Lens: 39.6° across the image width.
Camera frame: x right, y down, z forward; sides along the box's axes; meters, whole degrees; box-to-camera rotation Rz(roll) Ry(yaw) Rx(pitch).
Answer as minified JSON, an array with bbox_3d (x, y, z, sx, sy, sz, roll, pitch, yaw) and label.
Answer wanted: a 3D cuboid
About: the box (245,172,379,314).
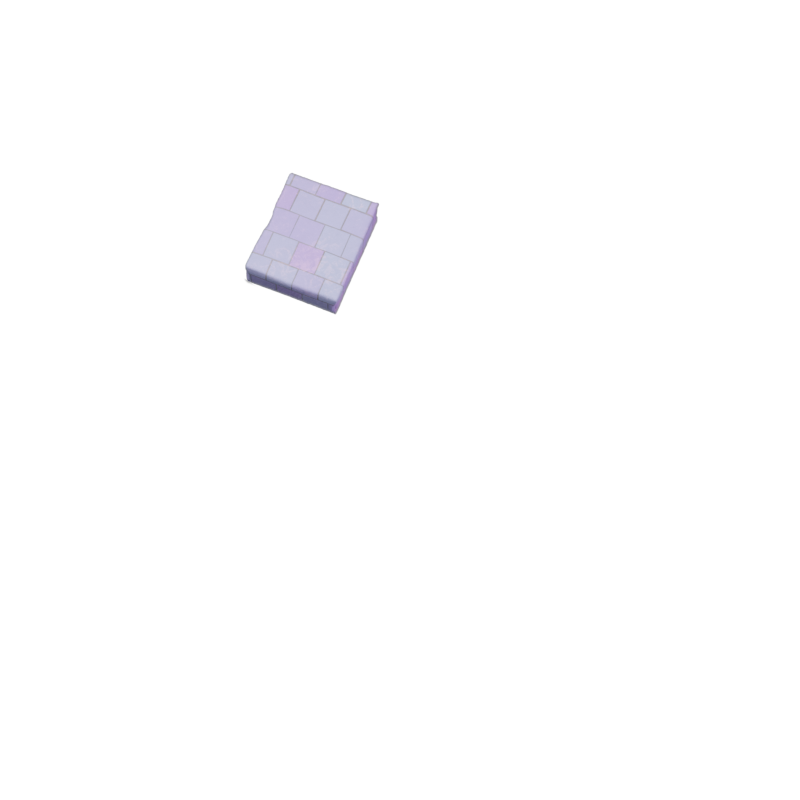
[{"bbox_3d":[-0.065,-0.118,0.826,0.074,0.093,0.029,20,-23,8],"label":"box"}]
